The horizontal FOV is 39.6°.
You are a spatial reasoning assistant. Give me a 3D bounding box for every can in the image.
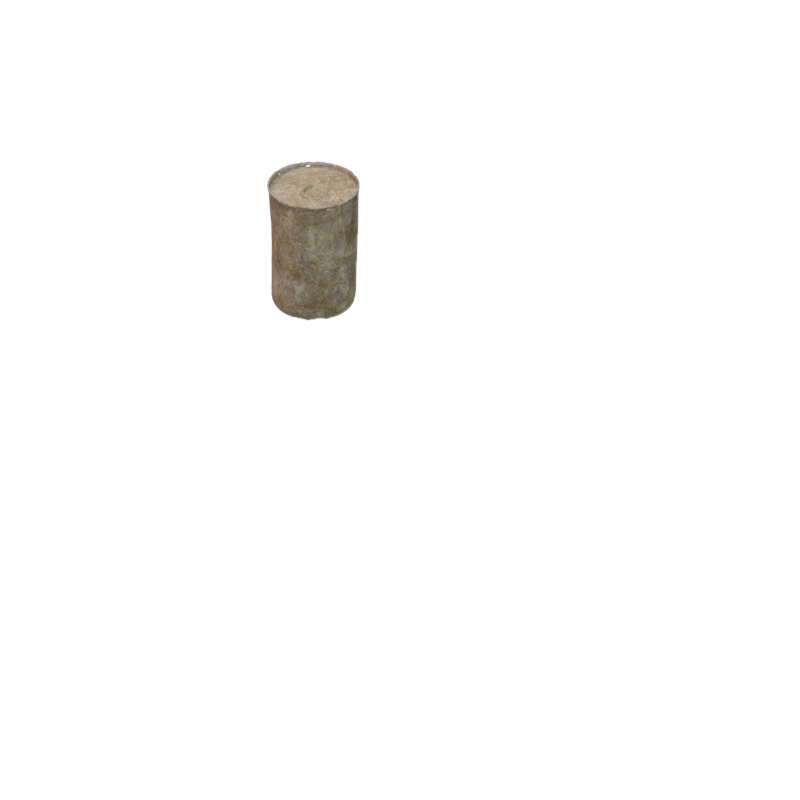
[{"bbox_3d":[-0.066,-0.120,0.840,0.068,0.096,0.073,0,36,-3],"label":"can"}]
